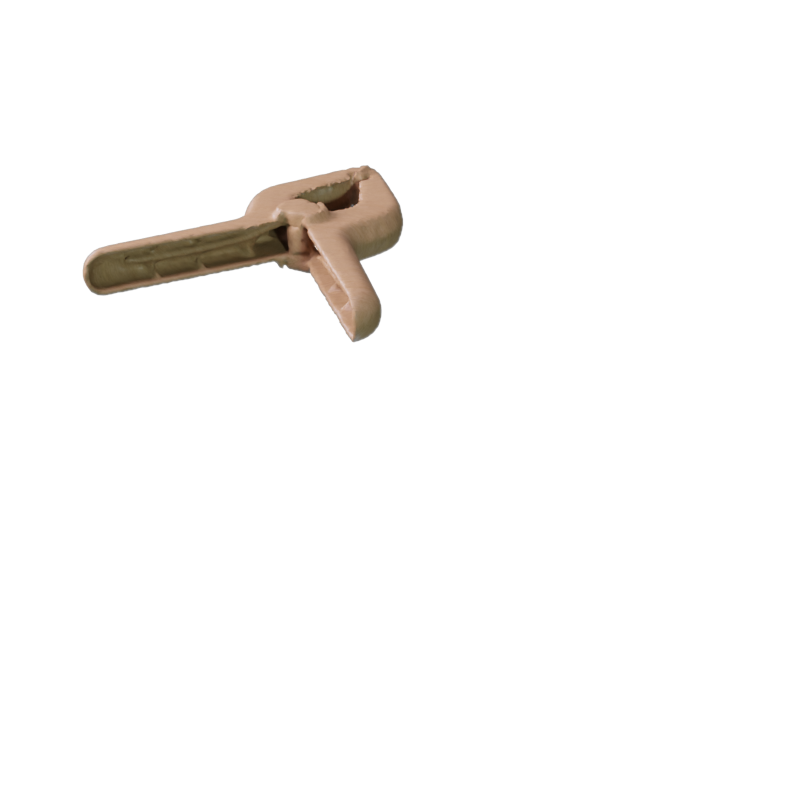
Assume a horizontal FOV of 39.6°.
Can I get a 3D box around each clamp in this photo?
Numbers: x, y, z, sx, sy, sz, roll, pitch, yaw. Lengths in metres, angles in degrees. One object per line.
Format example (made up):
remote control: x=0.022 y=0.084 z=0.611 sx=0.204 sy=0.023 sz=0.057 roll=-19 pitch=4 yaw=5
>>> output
clamp: x=-0.049 y=-0.089 z=0.620 sx=0.172 sy=0.034 sz=0.212 roll=15 pitch=31 yaw=26
